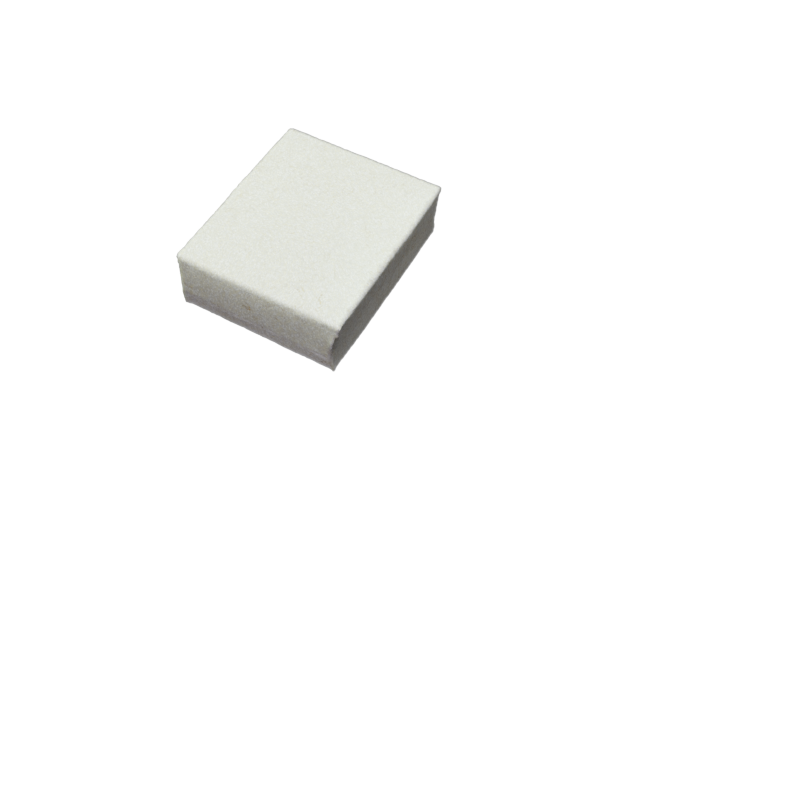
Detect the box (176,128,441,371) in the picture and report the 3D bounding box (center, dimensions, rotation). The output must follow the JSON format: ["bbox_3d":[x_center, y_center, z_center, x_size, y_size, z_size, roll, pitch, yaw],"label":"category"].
[{"bbox_3d":[-0.044,-0.079,0.556,0.093,0.117,0.036,22,-35,16],"label":"box"}]
